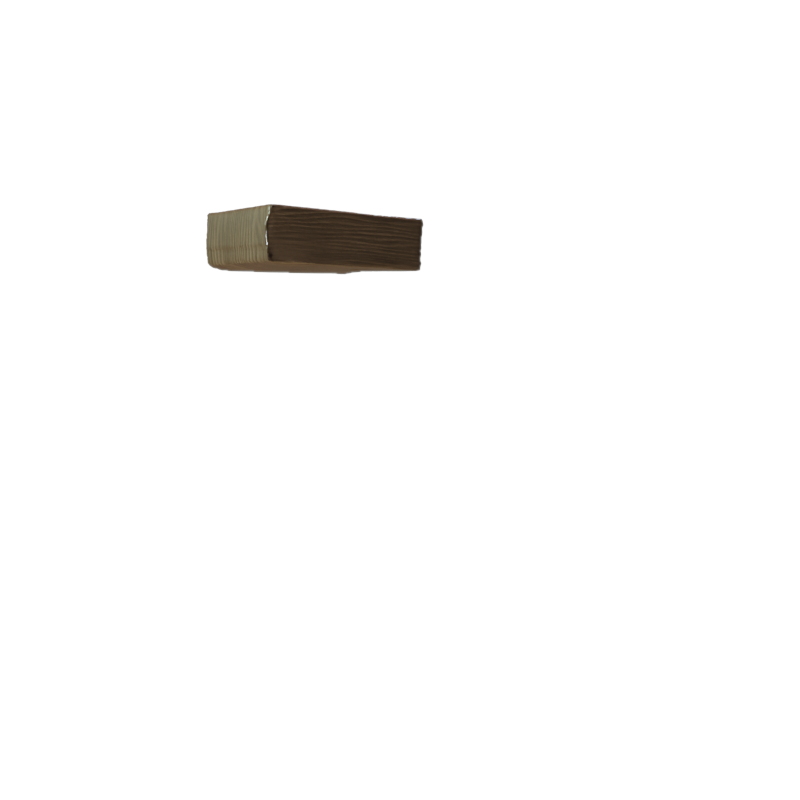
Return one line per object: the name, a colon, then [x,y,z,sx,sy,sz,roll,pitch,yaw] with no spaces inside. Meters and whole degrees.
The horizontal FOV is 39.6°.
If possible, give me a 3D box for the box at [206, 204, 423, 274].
box: [-0.056,-0.101,0.711,0.109,0.039,0.093,-2,4,-32]
